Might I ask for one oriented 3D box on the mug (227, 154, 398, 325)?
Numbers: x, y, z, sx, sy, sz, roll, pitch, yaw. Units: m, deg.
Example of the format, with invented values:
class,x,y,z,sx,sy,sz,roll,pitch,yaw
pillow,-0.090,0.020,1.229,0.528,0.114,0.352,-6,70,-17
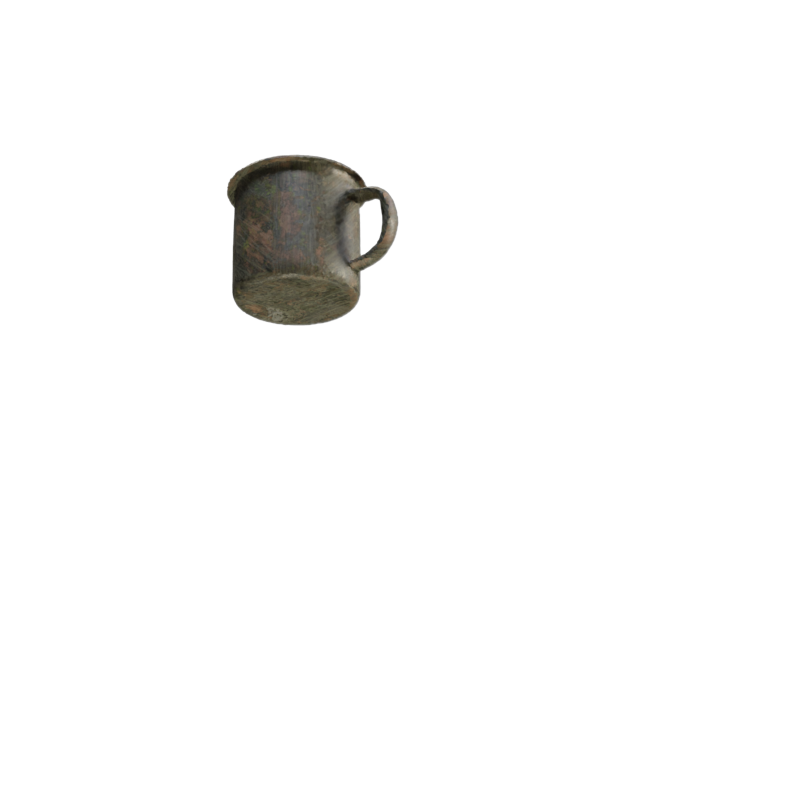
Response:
class,x,y,z,sx,sy,sz,roll,pitch,yaw
mug,-0.056,-0.101,0.710,0.119,0.086,0.087,-11,-26,22
